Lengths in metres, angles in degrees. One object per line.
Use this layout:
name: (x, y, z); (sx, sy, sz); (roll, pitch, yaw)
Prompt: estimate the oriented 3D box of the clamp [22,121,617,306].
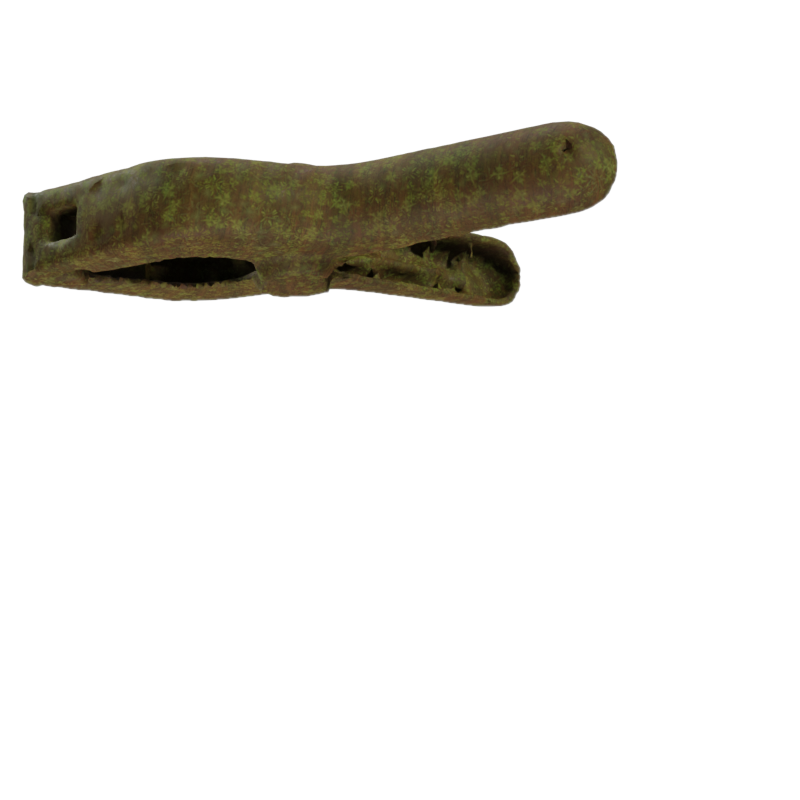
clamp: (-0.027, -0.050, 0.349); (0.172, 0.041, 0.114); (-1, -17, 3)
